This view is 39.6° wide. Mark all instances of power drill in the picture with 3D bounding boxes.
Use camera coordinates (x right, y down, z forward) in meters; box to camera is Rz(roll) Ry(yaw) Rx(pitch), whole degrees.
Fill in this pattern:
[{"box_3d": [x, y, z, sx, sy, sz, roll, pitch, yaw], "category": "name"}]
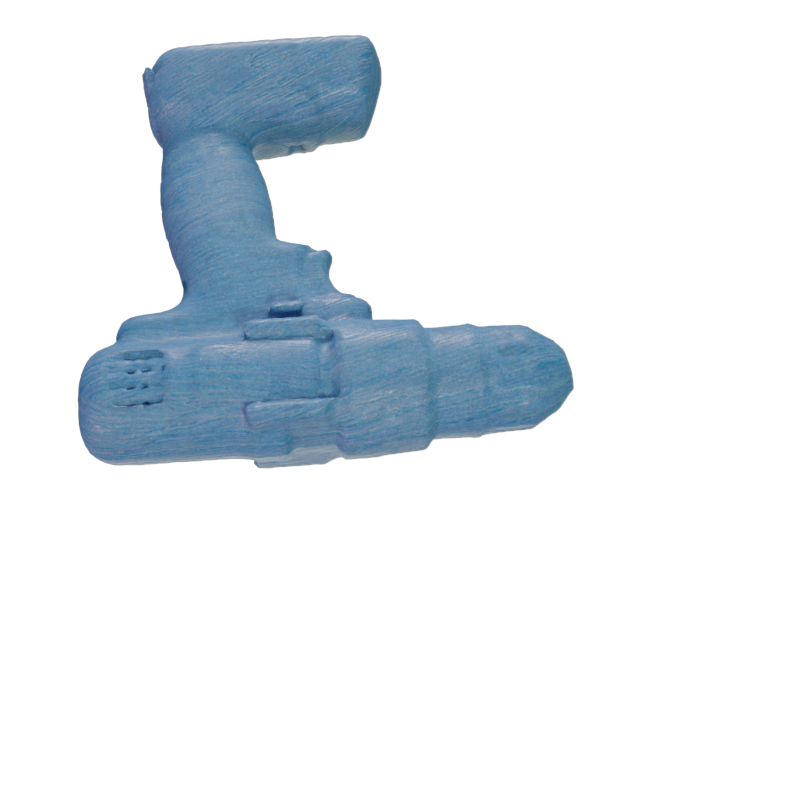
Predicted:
[{"box_3d": [-0.036, -0.065, 0.454, 0.184, 0.201, 0.054, -4, -33, -3], "category": "power drill"}]
